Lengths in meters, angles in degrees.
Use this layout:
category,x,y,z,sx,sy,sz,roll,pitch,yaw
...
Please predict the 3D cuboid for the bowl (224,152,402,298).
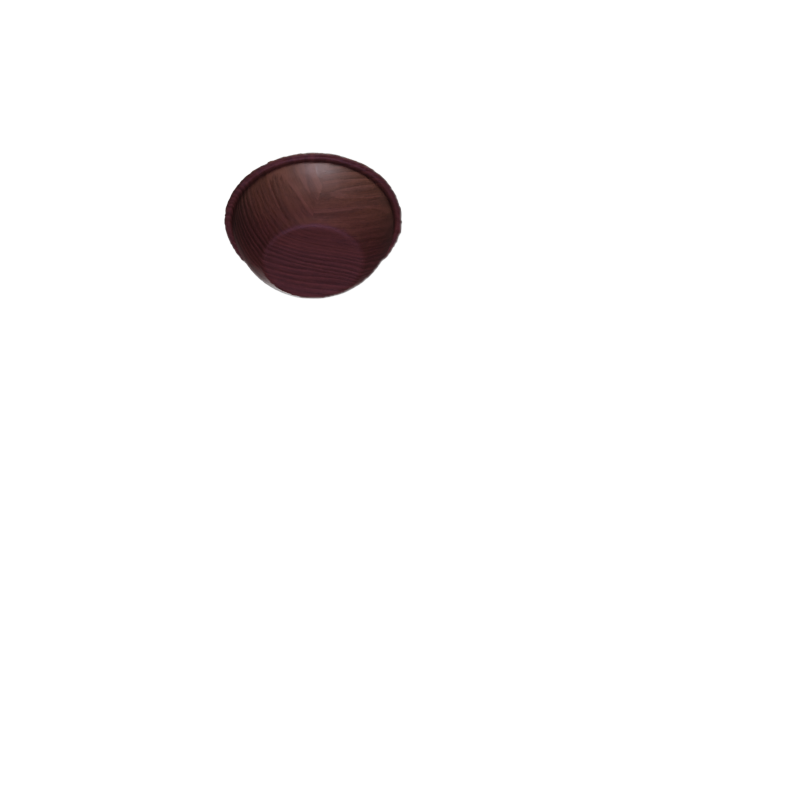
category,x,y,z,sx,sy,sz,roll,pitch,yaw
bowl,-0.077,-0.141,0.988,0.162,0.059,0.151,1,-43,-1
